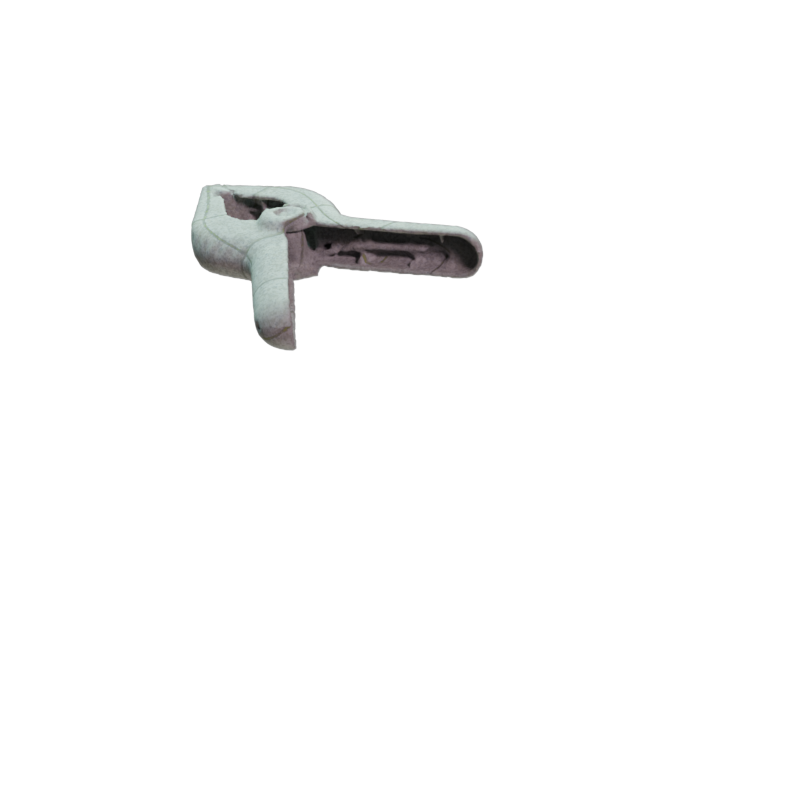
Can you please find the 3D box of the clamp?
[{"bbox_3d":[-0.044,-0.080,0.560,0.118,0.037,0.184,-14,32,-24],"label":"clamp"}]
